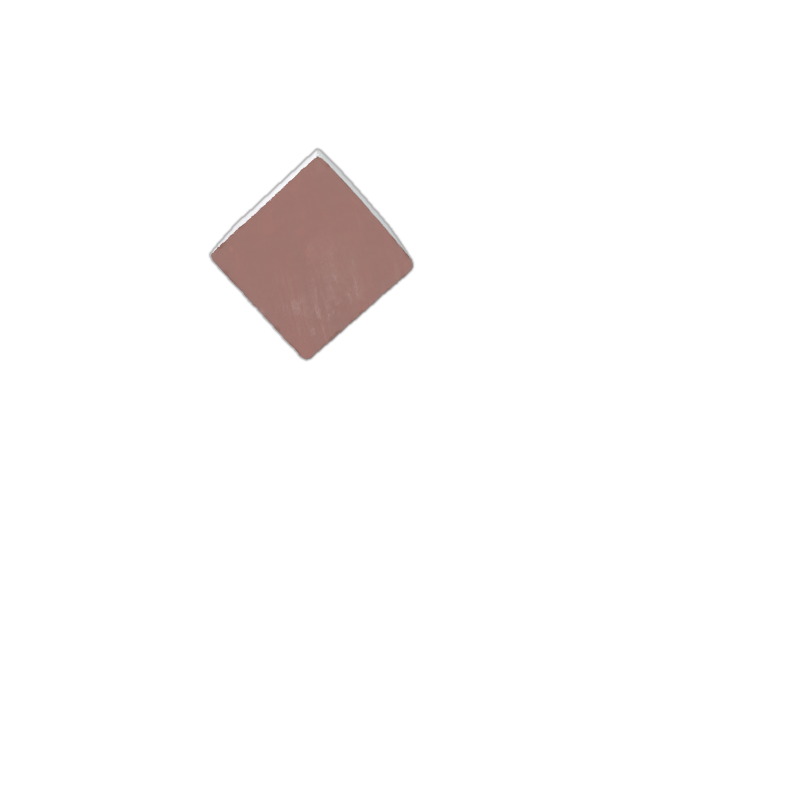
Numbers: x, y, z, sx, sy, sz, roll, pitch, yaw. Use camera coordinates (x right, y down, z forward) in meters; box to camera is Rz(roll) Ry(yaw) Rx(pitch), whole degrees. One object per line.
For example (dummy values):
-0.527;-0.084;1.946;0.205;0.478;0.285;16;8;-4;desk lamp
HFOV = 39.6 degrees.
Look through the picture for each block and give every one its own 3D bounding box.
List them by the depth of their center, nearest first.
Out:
-0.058;-0.107;0.755;0.090;0.088;0.211;-41;12;5;block
